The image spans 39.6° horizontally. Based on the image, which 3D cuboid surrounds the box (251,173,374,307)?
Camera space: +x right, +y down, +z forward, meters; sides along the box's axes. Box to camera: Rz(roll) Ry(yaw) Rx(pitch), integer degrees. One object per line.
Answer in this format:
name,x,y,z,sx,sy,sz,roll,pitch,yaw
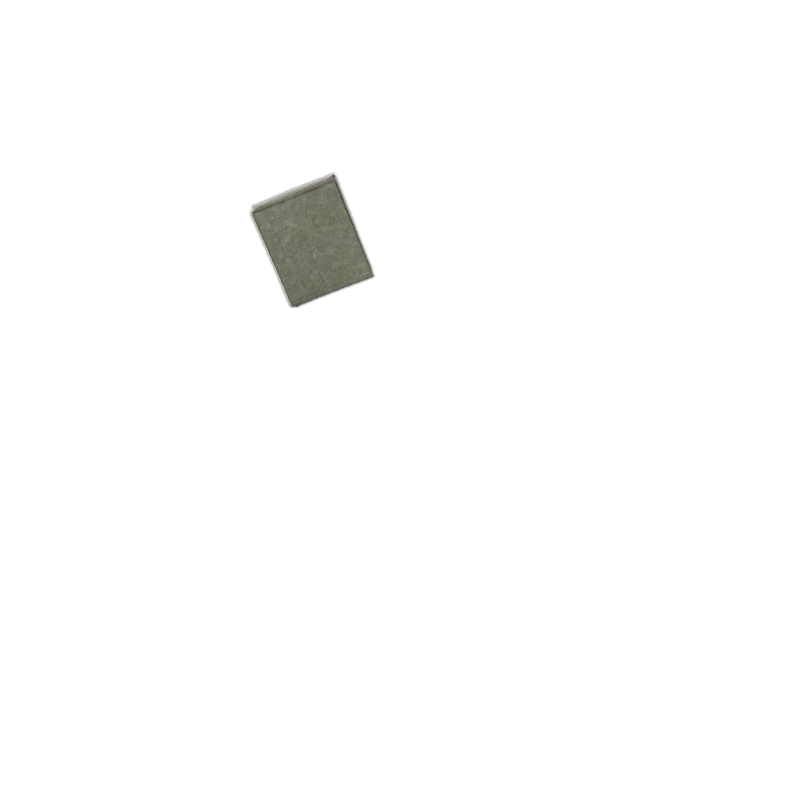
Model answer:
box,-0.070,-0.128,0.898,0.073,0.086,0.031,-21,13,5
